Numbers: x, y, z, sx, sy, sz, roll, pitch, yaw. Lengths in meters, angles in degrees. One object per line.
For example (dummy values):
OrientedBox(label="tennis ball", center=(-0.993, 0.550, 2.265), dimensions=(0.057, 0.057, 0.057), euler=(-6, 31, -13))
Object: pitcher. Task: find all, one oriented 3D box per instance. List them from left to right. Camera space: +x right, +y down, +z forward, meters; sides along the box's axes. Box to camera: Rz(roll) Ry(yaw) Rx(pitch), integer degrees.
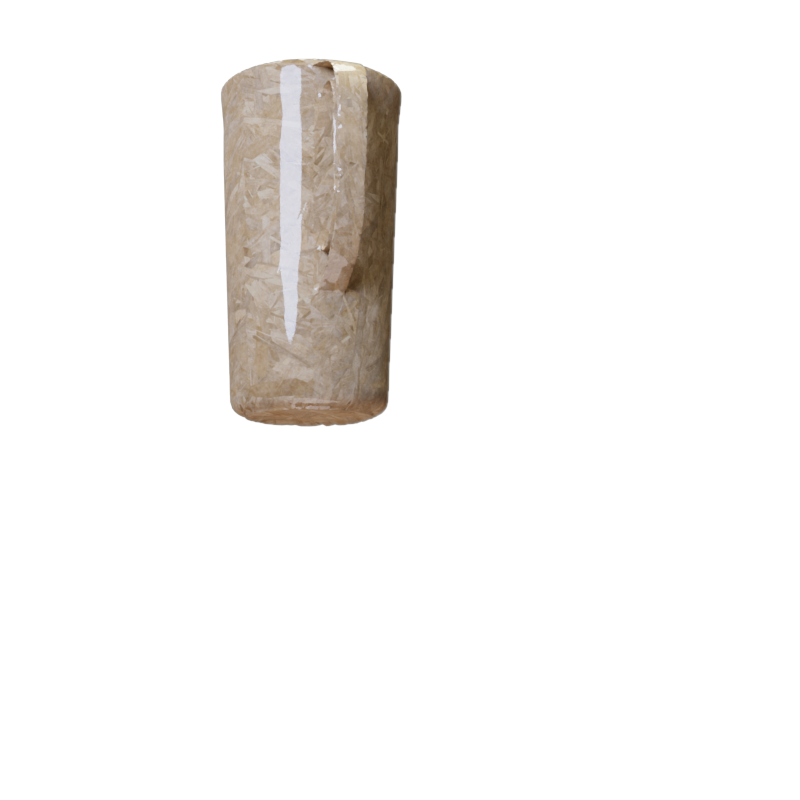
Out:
OrientedBox(label="pitcher", center=(-0.061, -0.111, 0.775), dimensions=(0.148, 0.252, 0.141), euler=(-8, -16, 25))
